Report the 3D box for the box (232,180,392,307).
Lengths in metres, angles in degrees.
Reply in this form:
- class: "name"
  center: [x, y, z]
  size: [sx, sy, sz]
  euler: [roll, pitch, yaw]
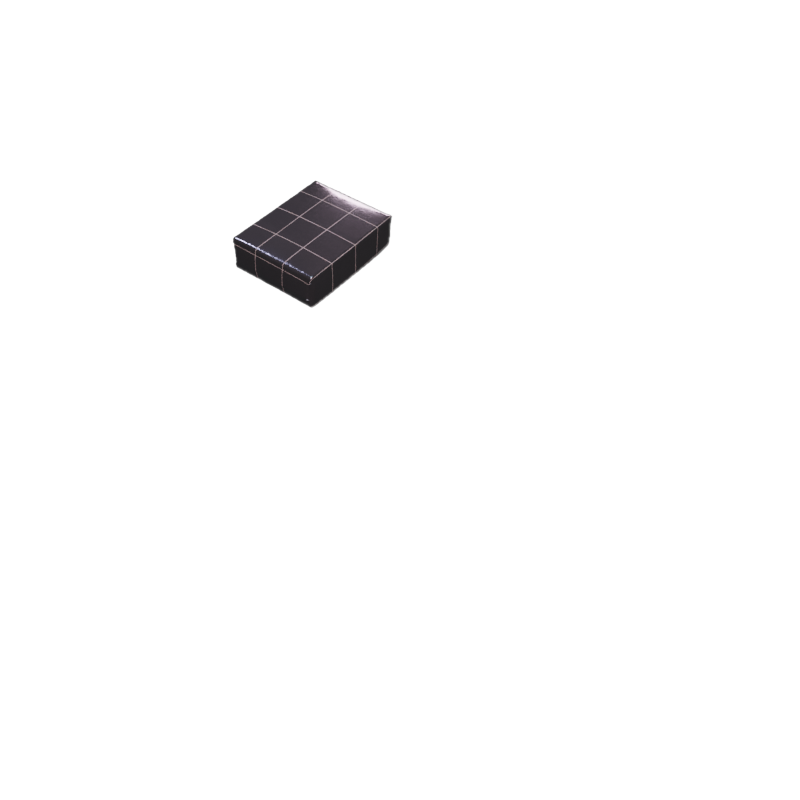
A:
- class: "box"
  center: [-0.076, -0.138, 0.968]
  size: [0.095, 0.036, 0.115]
  euler: [28, 49, 27]
